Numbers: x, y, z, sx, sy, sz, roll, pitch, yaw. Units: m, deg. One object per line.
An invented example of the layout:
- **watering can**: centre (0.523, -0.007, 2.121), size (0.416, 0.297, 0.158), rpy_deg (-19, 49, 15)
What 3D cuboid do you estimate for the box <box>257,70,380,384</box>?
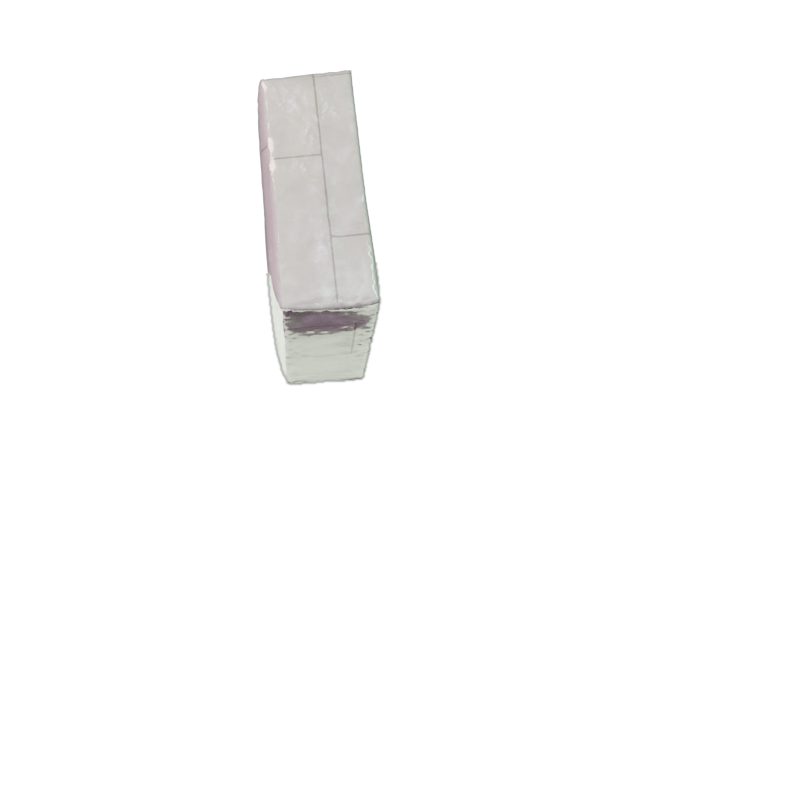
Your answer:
- **box**: centre (-0.063, -0.115, 0.804), size (0.071, 0.172, 0.206), rpy_deg (-6, -15, -5)
